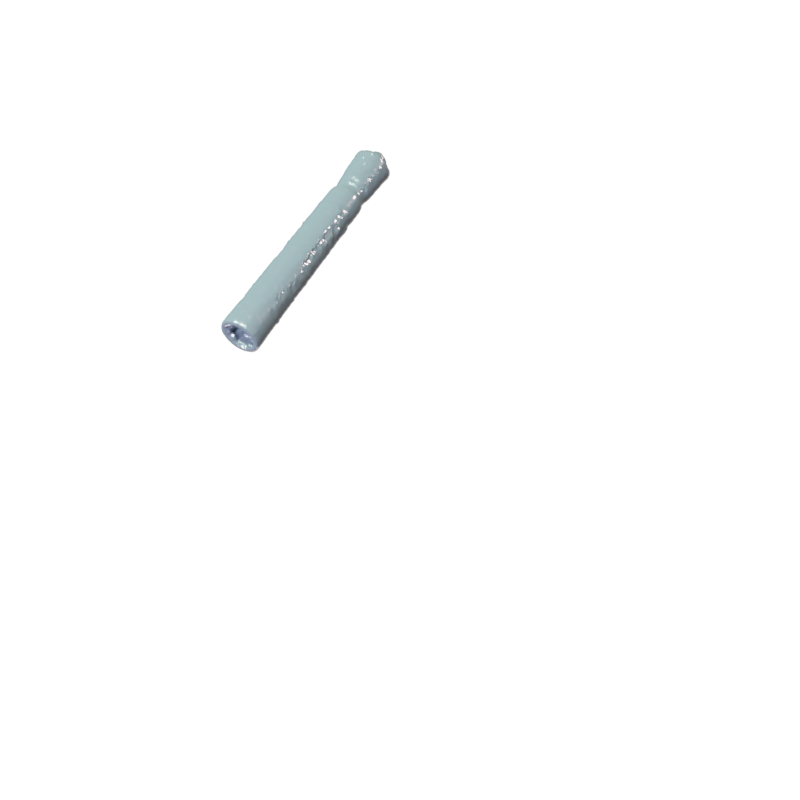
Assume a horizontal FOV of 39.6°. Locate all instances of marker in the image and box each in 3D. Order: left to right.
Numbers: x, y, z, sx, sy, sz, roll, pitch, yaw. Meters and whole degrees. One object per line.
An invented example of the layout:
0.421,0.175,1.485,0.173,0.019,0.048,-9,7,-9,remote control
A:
-0.039,-0.071,0.495,0.021,0.125,0.018,2,-43,40,marker
